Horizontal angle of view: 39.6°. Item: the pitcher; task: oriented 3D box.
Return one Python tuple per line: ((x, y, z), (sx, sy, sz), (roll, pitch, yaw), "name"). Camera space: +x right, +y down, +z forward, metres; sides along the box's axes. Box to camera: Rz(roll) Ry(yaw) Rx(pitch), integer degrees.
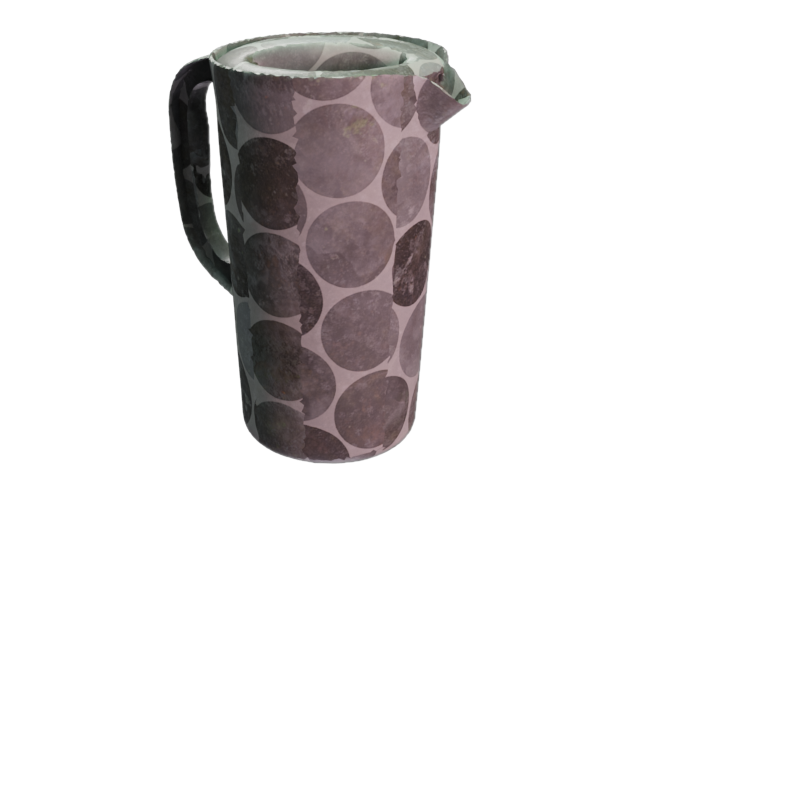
((-0.052, -0.094, 0.659), (0.142, 0.231, 0.159), (-7, 25, -18), "pitcher")
